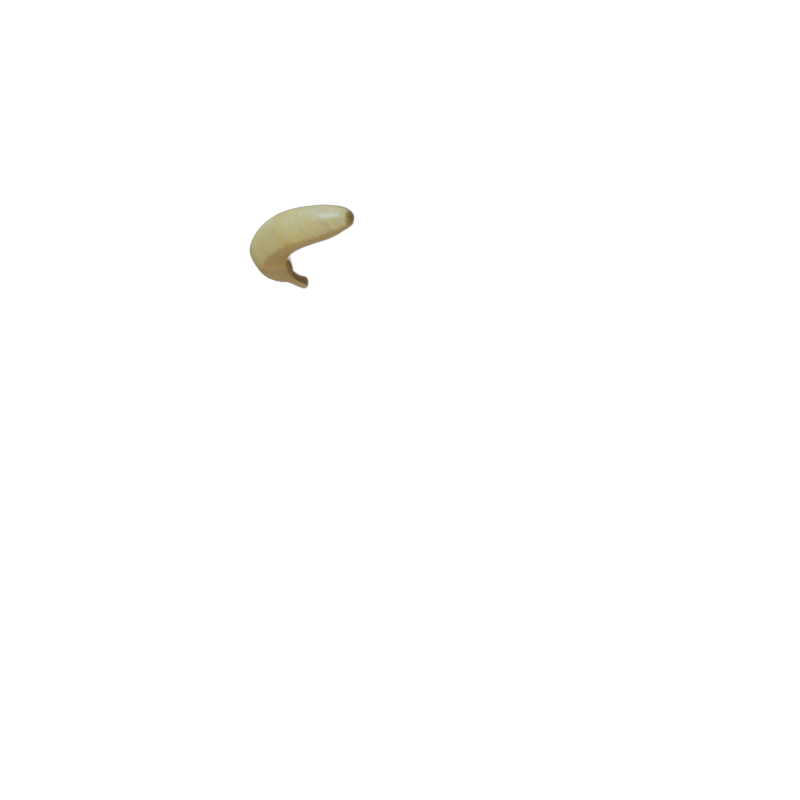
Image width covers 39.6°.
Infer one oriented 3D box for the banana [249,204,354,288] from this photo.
[{"bbox_3d":[-0.097,-0.143,1.000,0.068,0.038,0.195,3,-10,-16],"label":"banana"}]
